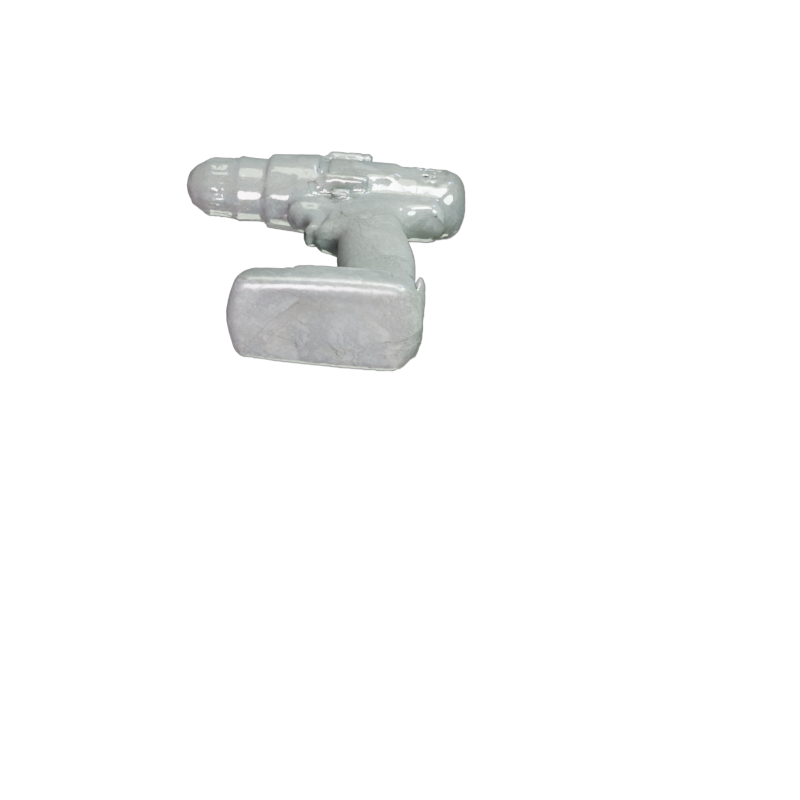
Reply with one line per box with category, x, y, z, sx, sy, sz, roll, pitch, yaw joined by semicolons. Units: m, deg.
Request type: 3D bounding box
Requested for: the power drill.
power drill;-0.053;-0.096;0.672;0.186;0.054;0.199;3;35;4
